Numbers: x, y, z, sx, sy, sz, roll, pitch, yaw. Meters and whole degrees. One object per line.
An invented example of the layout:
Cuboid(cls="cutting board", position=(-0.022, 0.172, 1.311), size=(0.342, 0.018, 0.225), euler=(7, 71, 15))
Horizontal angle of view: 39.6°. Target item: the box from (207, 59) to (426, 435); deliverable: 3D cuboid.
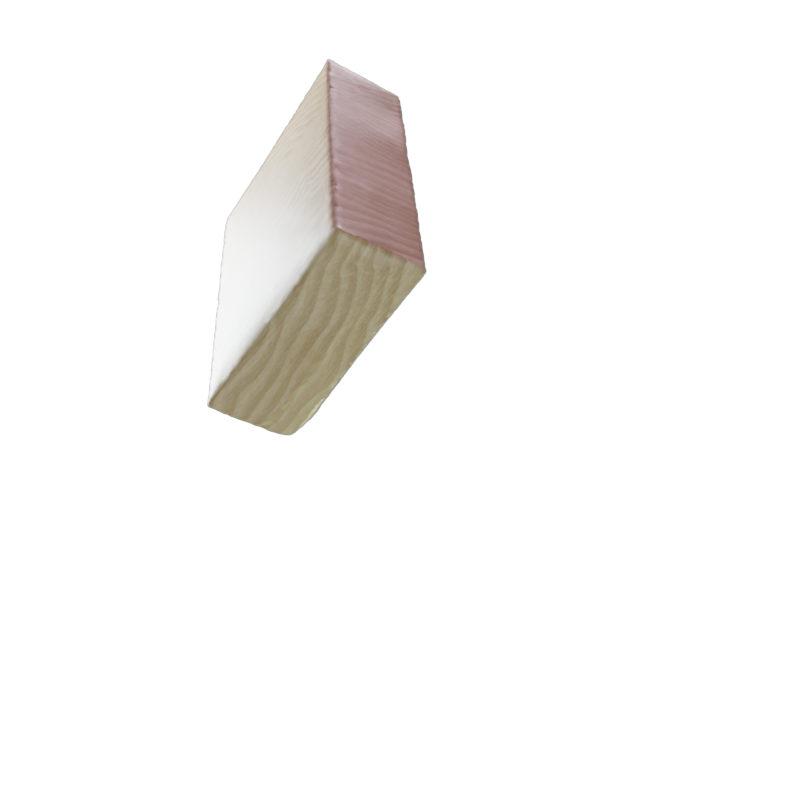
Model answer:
Cuboid(cls="box", position=(-0.059, -0.108, 0.756), size=(0.069, 0.159, 0.229), euler=(25, 35, -23))
